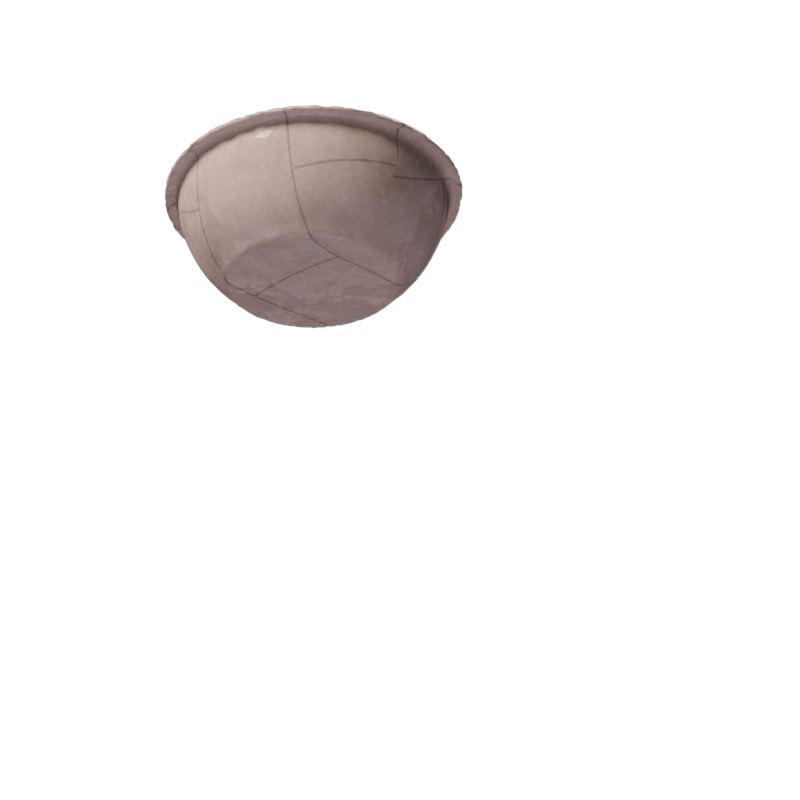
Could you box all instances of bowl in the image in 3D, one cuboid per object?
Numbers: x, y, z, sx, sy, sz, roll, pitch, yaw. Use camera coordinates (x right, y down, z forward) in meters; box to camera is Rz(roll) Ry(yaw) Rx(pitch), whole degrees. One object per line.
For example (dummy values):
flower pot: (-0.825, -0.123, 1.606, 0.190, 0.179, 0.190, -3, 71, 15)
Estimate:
bowl: (-0.046, -0.084, 0.590, 0.162, 0.059, 0.152, 1, -28, -2)
